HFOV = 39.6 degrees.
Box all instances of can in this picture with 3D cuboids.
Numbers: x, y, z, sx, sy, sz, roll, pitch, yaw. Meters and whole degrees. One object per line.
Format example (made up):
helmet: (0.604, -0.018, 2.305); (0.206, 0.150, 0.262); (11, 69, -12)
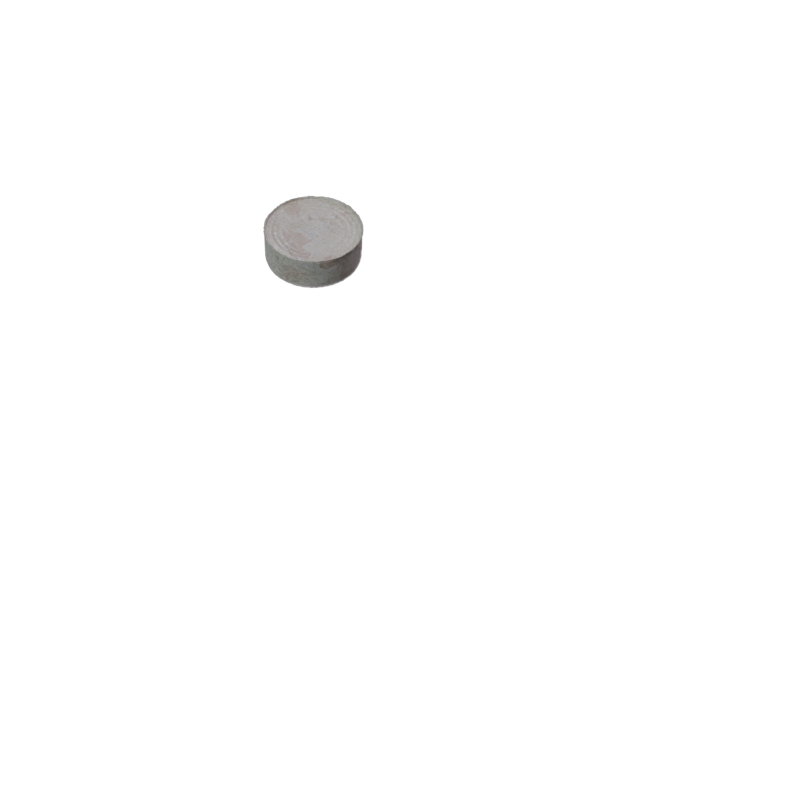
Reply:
can: (-0.075, -0.137, 0.959); (0.086, 0.092, 0.031); (-1, -44, -1)
